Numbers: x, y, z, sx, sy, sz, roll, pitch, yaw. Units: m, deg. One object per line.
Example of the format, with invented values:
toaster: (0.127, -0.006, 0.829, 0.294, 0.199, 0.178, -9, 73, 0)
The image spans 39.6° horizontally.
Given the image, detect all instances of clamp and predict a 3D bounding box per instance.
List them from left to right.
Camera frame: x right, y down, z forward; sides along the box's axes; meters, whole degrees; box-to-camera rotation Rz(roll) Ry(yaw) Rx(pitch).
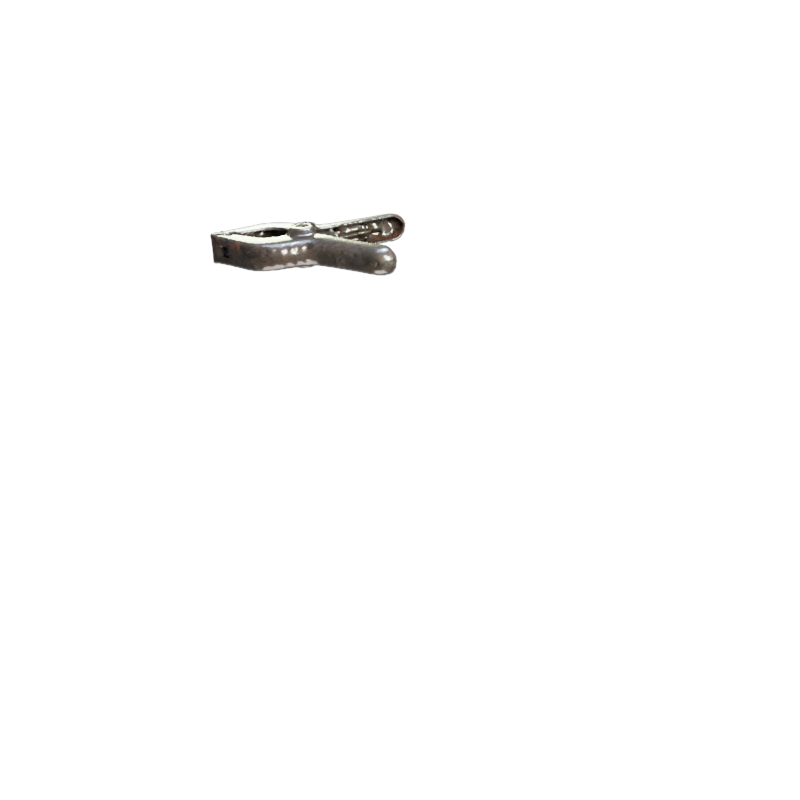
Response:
clamp: (-0.076, -0.138, 0.966, 0.175, 0.038, 0.122, 5, 19, 15)
